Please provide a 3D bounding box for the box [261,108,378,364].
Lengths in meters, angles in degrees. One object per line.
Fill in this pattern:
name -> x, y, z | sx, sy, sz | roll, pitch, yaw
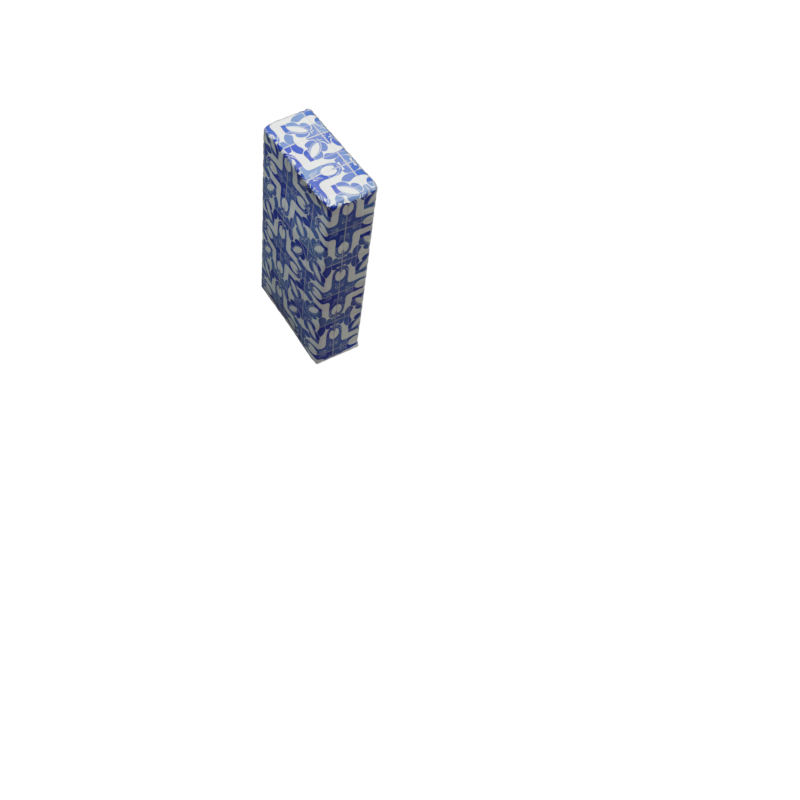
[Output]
box -> -0.064, -0.116, 0.812 | 0.048, 0.100, 0.164 | -25, -32, -21
